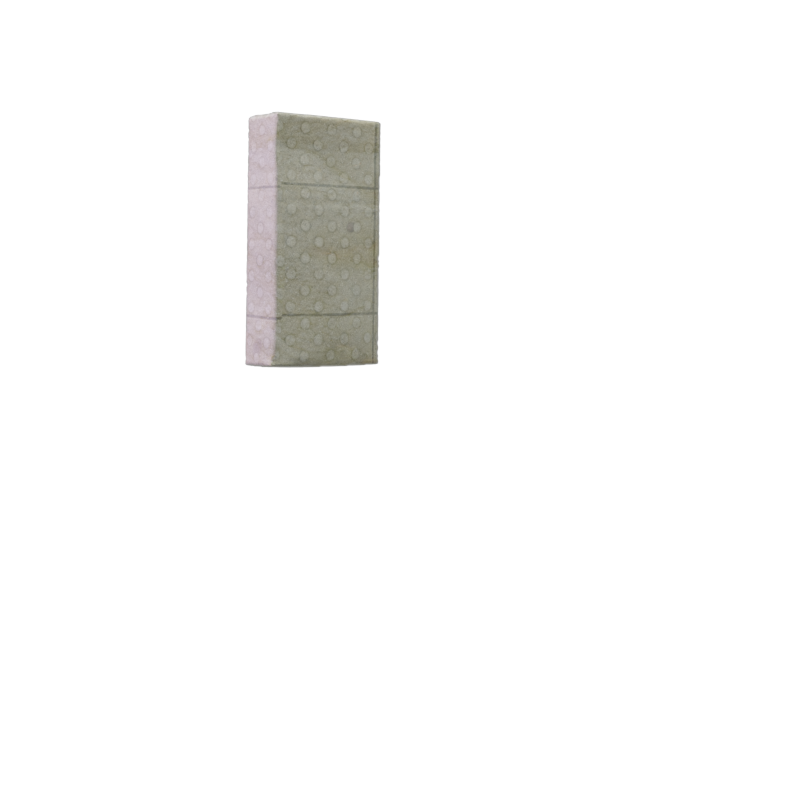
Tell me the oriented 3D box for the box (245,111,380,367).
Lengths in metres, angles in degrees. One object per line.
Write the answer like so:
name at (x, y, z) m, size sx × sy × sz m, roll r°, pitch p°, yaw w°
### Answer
box at (-0.062, -0.113, 0.790) m, size 0.090 × 0.177 × 0.050 m, roll 1°, pitch -2°, yaw -37°
